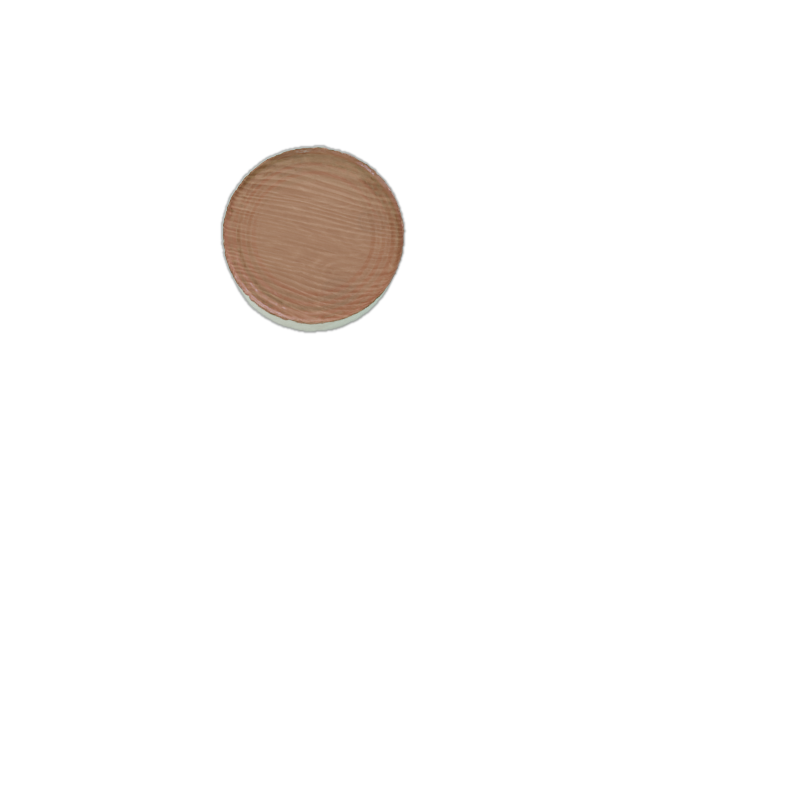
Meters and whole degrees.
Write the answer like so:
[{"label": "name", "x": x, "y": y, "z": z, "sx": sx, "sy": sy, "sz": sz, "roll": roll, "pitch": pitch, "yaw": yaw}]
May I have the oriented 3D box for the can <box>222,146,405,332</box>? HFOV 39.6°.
[{"label": "can", "x": -0.042, "y": -0.076, "z": 0.535, "sx": 0.086, "sy": 0.089, "sz": 0.033, "roll": 0, "pitch": -12, "yaw": -1}]
